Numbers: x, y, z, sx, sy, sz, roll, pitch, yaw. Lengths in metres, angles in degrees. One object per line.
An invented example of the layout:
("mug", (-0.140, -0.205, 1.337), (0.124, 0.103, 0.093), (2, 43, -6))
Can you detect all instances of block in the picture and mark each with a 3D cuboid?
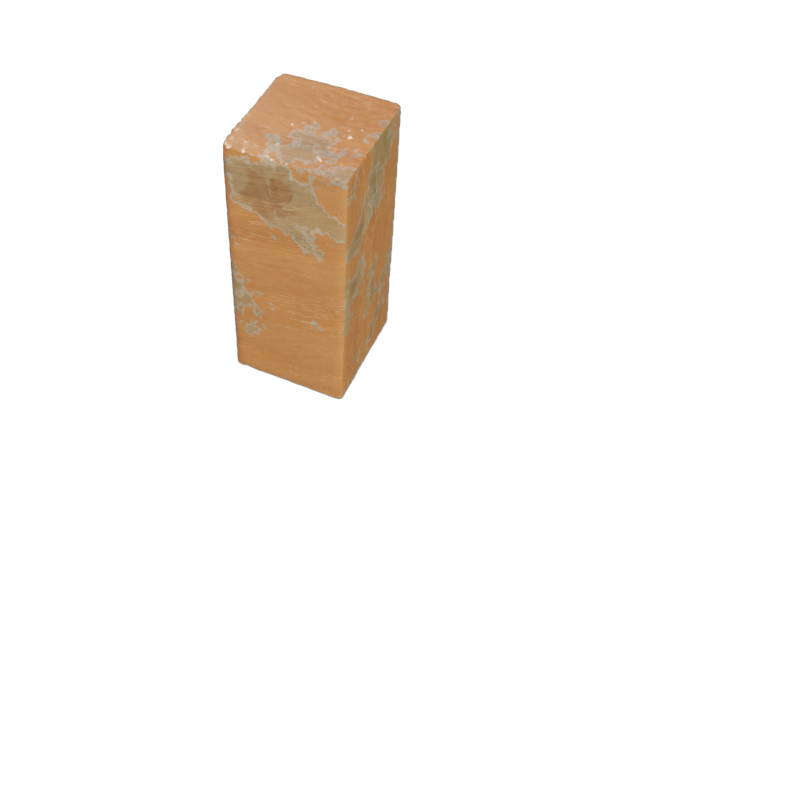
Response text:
("block", (-0.061, -0.111, 0.775), (0.093, 0.192, 0.094), (19, 49, 13))
